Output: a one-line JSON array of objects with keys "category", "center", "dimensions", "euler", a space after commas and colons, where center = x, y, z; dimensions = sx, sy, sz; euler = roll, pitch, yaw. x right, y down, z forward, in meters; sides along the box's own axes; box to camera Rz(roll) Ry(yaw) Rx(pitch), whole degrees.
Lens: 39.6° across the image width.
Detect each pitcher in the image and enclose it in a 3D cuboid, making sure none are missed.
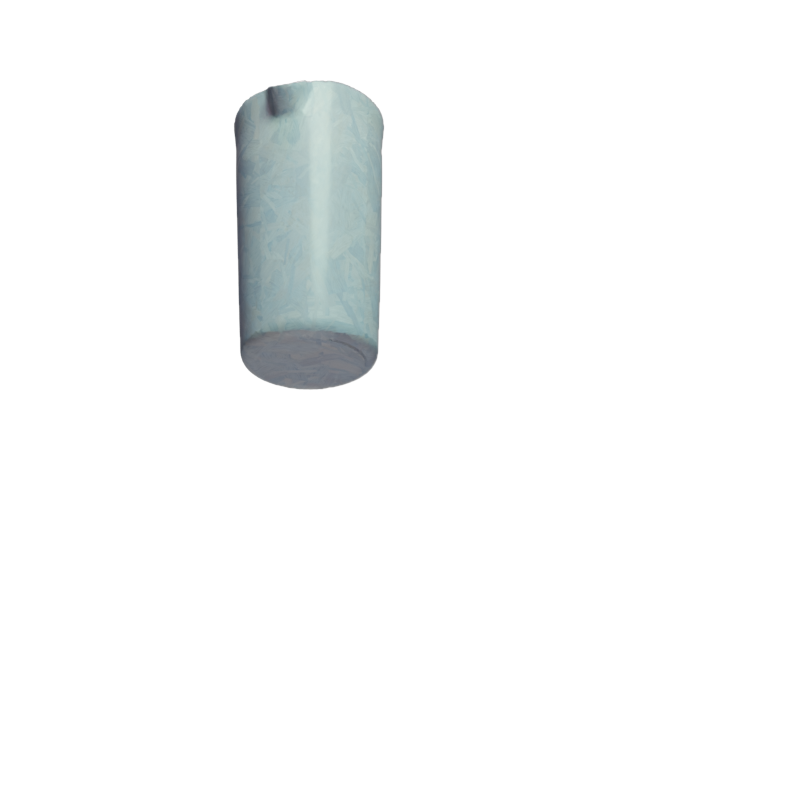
[{"category": "pitcher", "center": [-0.073, -0.133, 0.933], "dimensions": [0.142, 0.259, 0.143], "euler": [16, -34, -29]}]
